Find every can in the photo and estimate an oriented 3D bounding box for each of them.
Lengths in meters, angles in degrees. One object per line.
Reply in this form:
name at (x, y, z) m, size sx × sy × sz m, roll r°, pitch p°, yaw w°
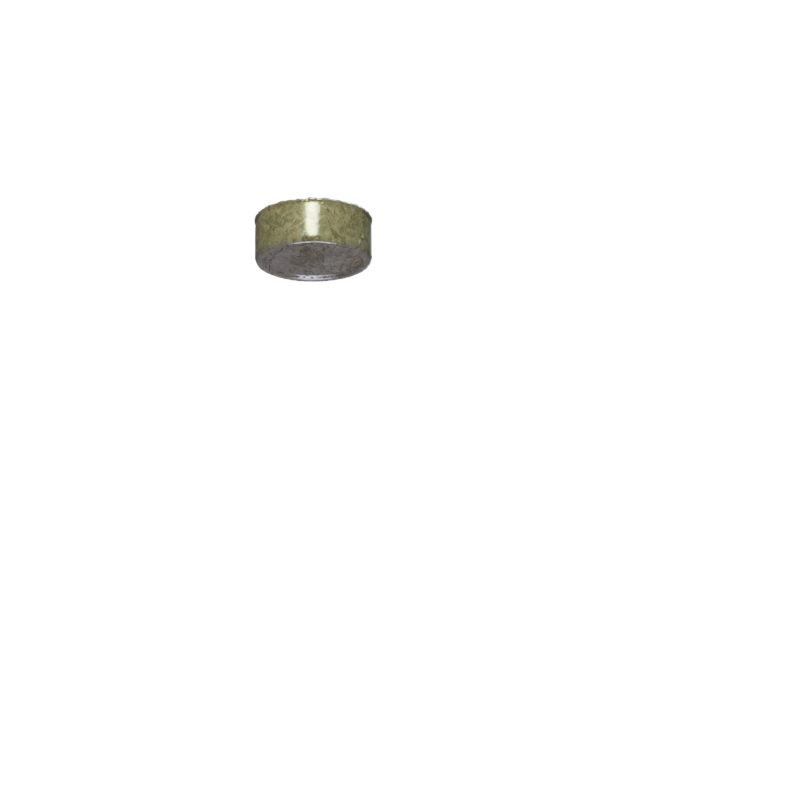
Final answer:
can at (-0.063, -0.115, 0.803) m, size 0.086 × 0.035 × 0.082 m, roll 0°, pitch -15°, yaw -2°
